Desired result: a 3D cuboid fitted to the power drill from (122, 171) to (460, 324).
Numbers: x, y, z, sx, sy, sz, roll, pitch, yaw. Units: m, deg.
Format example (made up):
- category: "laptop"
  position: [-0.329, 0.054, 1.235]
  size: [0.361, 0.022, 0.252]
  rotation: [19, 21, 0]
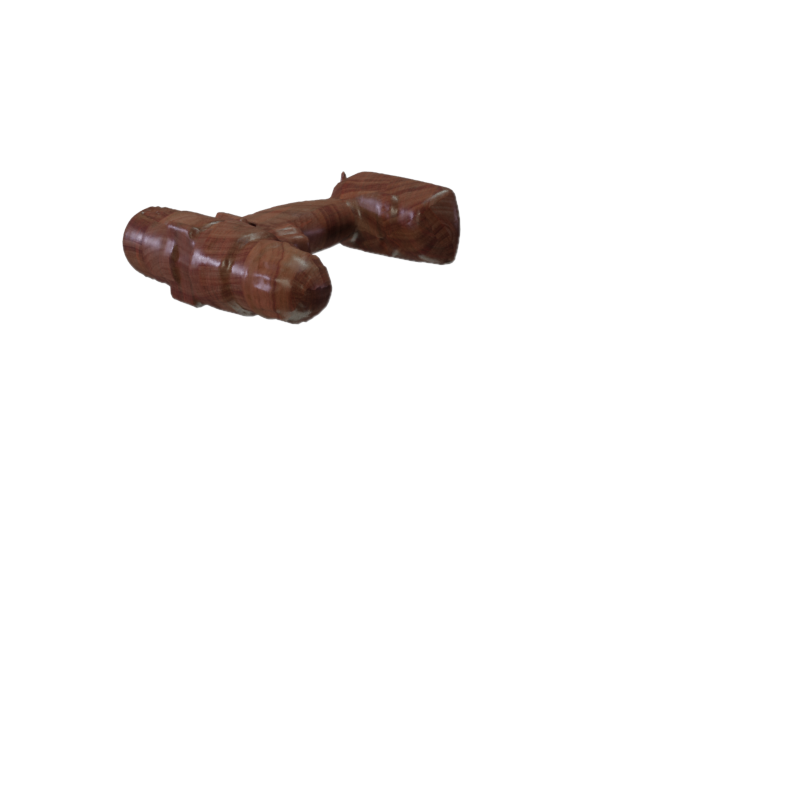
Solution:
- category: "power drill"
  position: [-0.054, -0.098, 0.687]
  size: [0.184, 0.055, 0.196]
  rotation: [-16, 26, -37]
